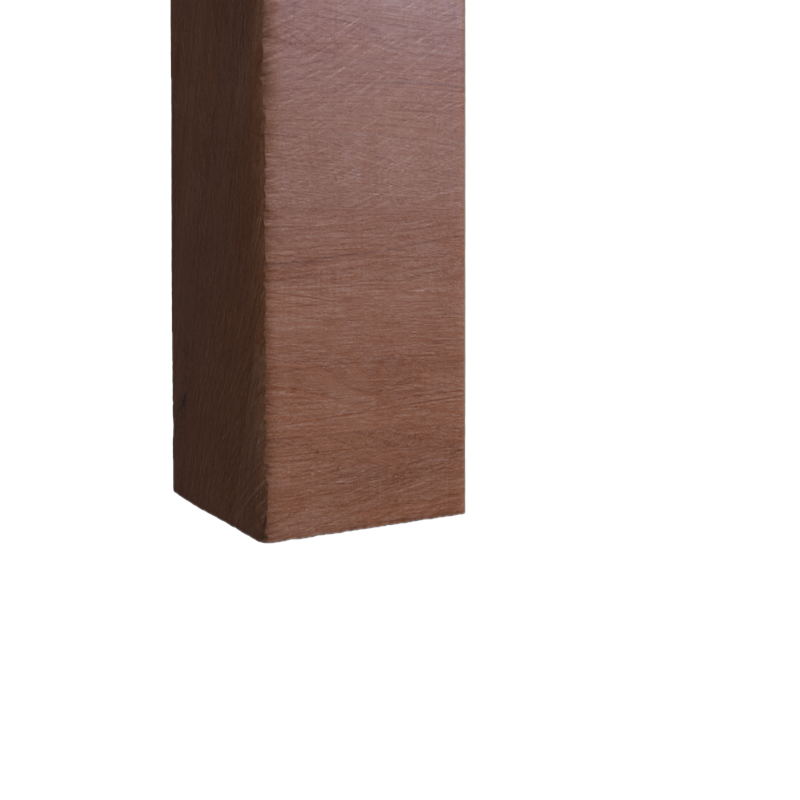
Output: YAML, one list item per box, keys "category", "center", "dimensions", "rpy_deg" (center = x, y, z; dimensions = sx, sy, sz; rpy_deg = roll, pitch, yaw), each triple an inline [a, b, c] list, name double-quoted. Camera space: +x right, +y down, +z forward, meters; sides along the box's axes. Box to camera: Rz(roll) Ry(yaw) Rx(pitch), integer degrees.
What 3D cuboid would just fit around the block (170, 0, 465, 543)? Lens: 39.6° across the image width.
- category: "block"
  center: [-0.034, -0.062, 0.437]
  dimensions: [0.088, 0.205, 0.094]
  rpy_deg: [-1, 3, -30]
